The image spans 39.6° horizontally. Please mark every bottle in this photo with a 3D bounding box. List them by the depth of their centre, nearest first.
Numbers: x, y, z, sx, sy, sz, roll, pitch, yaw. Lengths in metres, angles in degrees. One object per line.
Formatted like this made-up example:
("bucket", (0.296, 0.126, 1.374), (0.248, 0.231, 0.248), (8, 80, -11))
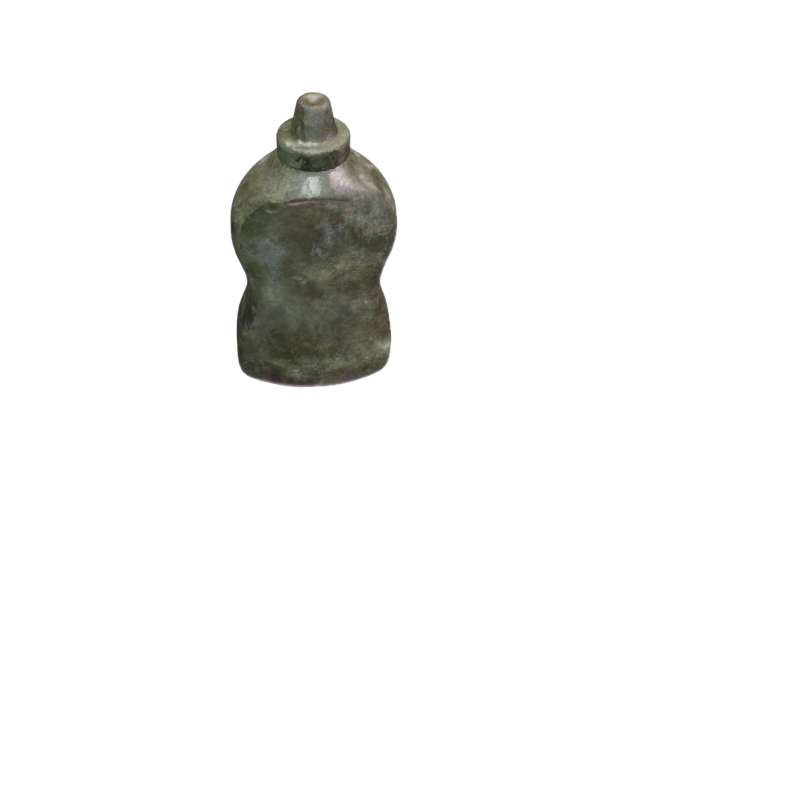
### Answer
("bottle", (-0.051, -0.093, 0.650), (0.096, 0.179, 0.063), (0, 42, -4))
